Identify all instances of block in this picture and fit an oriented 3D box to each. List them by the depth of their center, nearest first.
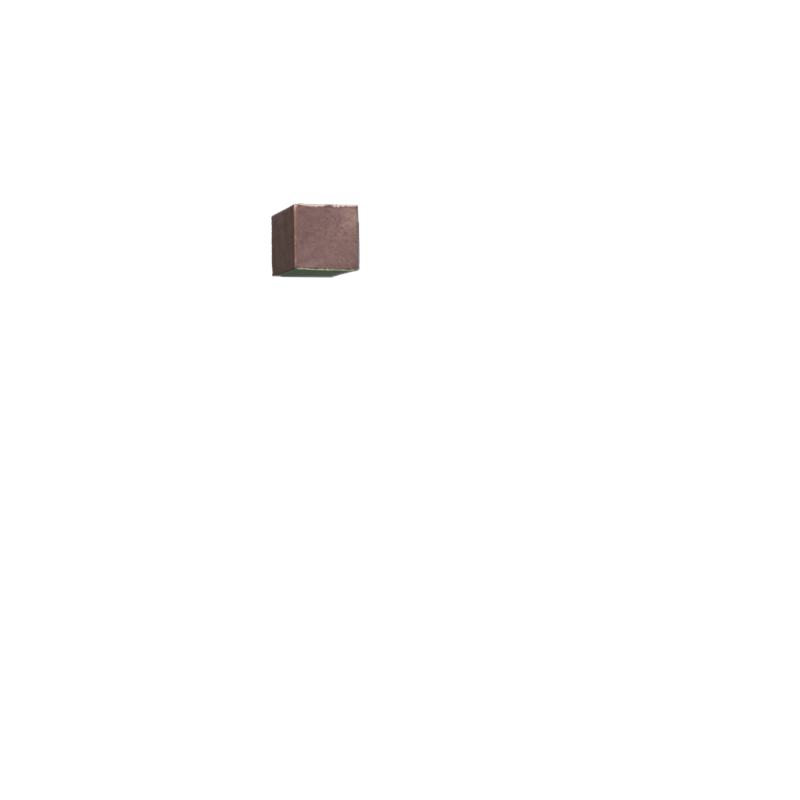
[{"bbox_3d":[-0.068,-0.125,0.872,0.051,0.052,0.079,0,0,-19],"label":"block"}]
